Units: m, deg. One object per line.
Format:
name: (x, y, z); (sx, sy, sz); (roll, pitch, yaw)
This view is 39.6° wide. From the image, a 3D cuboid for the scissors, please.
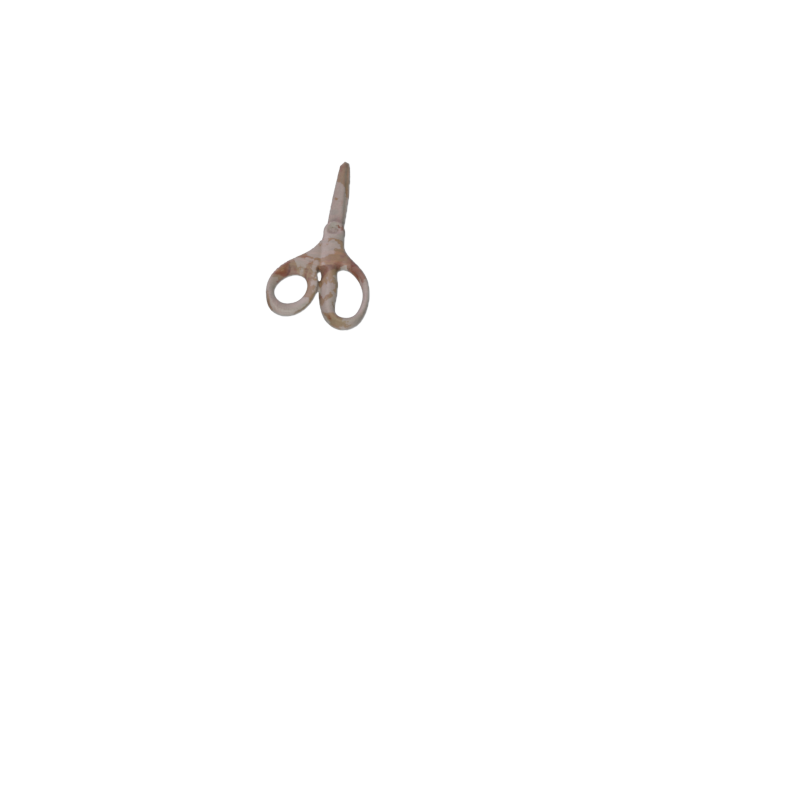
scissors: (-0.076, -0.139, 0.976); (0.095, 0.218, 0.015); (-7, -41, -7)
